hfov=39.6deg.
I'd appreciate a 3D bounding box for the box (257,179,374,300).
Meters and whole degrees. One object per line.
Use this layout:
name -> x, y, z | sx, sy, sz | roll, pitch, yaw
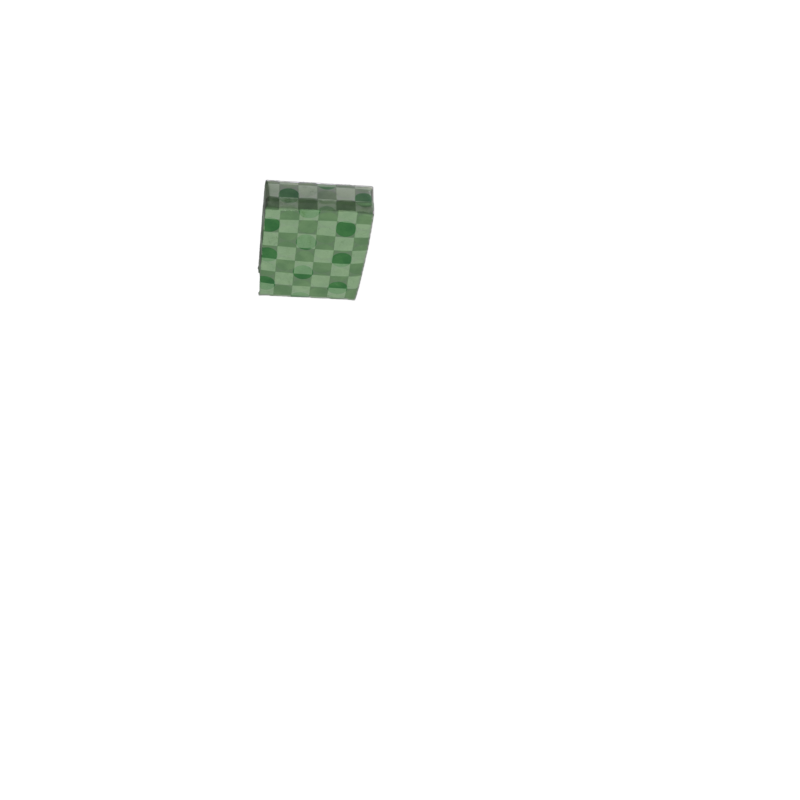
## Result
box -> -0.073, -0.133, 0.933 | 0.089, 0.042, 0.106 | 5, -41, -6
